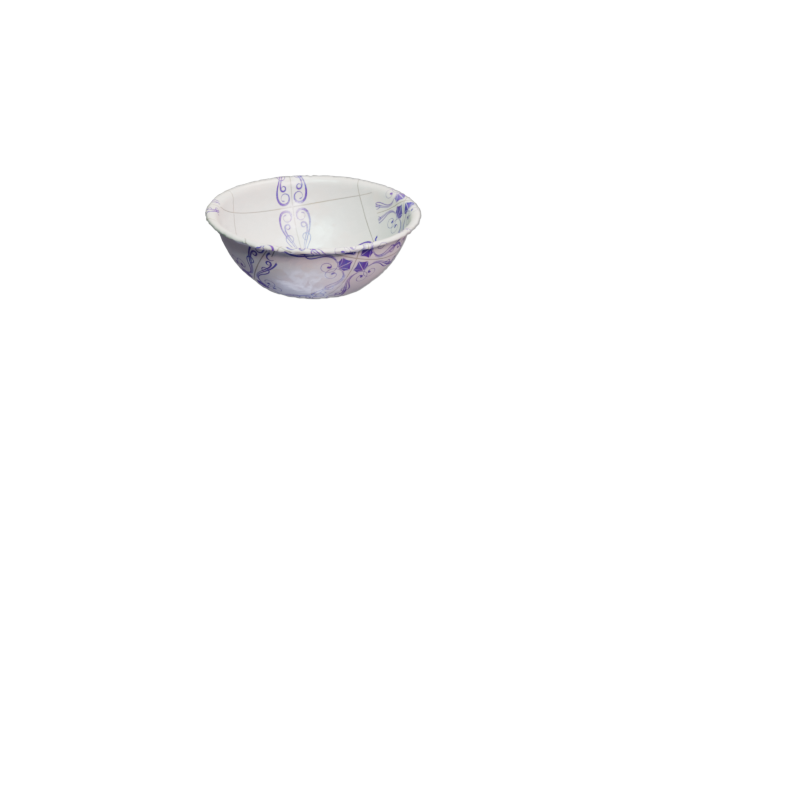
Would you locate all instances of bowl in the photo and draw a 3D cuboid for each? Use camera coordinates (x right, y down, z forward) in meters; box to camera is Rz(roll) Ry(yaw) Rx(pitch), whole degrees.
[{"bbox_3d":[-0.066,-0.120,0.842,0.162,0.052,0.171,-1,29,-2],"label":"bowl"}]
